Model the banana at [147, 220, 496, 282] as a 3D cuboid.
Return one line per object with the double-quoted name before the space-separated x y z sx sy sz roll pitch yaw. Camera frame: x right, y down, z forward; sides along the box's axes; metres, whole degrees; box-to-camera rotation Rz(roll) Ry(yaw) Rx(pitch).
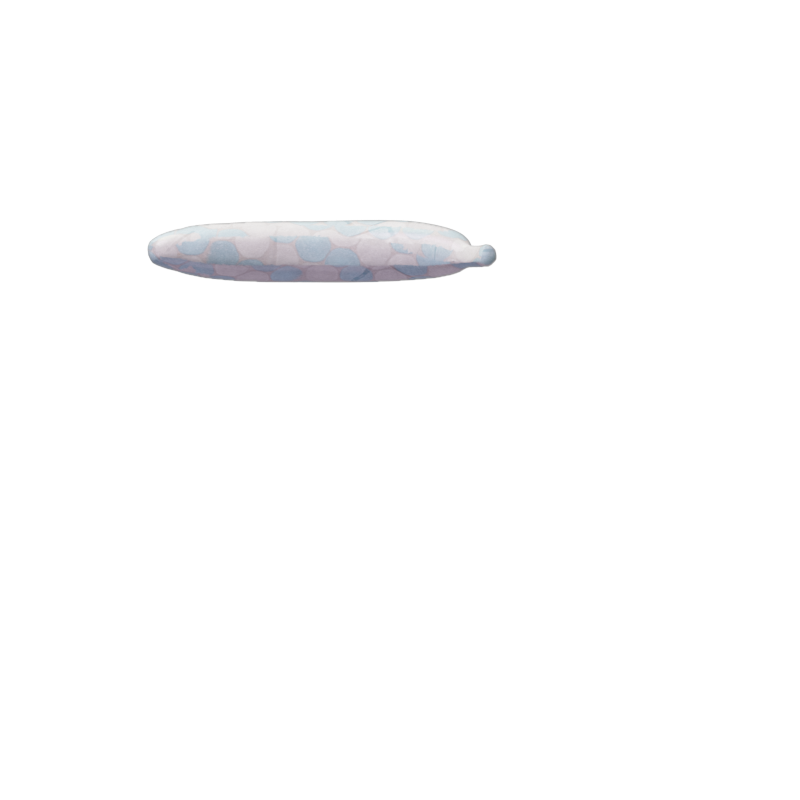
"banana" -0.045 -0.090 0.653 0.199 0.037 0.068 0 -5 5
